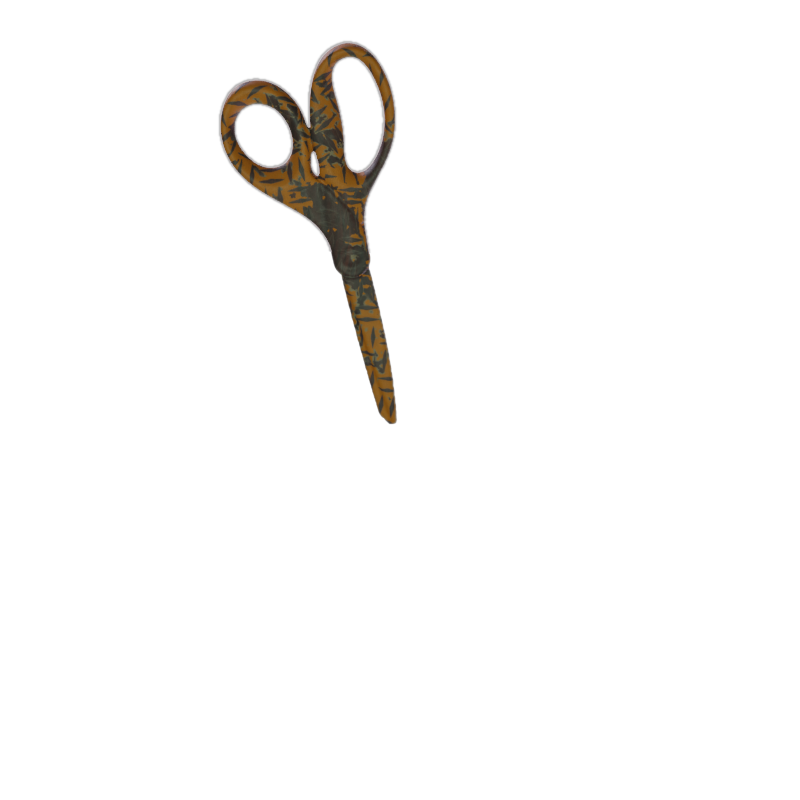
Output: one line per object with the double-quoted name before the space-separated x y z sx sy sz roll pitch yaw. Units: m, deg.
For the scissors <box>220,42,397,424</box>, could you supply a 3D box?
"scissors" -0.044 -0.081 0.567 0.096 0.194 0.016 3 17 -1
